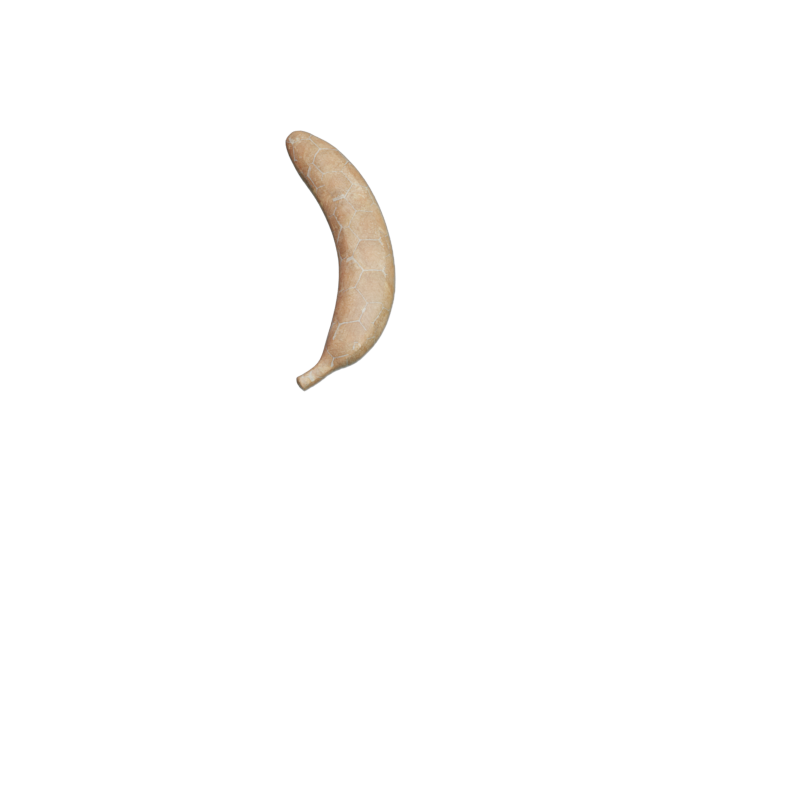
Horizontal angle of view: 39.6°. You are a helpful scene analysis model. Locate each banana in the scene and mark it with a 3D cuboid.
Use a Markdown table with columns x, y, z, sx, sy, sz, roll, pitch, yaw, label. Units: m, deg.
| x | y | z | sx | sy | sz | roll | pitch | yaw | label |
| --- | --- | --- | --- | --- | --- | --- | --- | --- | --- |
| -0.040 | -0.104 | 0.746 | 0.069 | 0.211 | 0.034 | -3 | -29 | -3 | banana |
